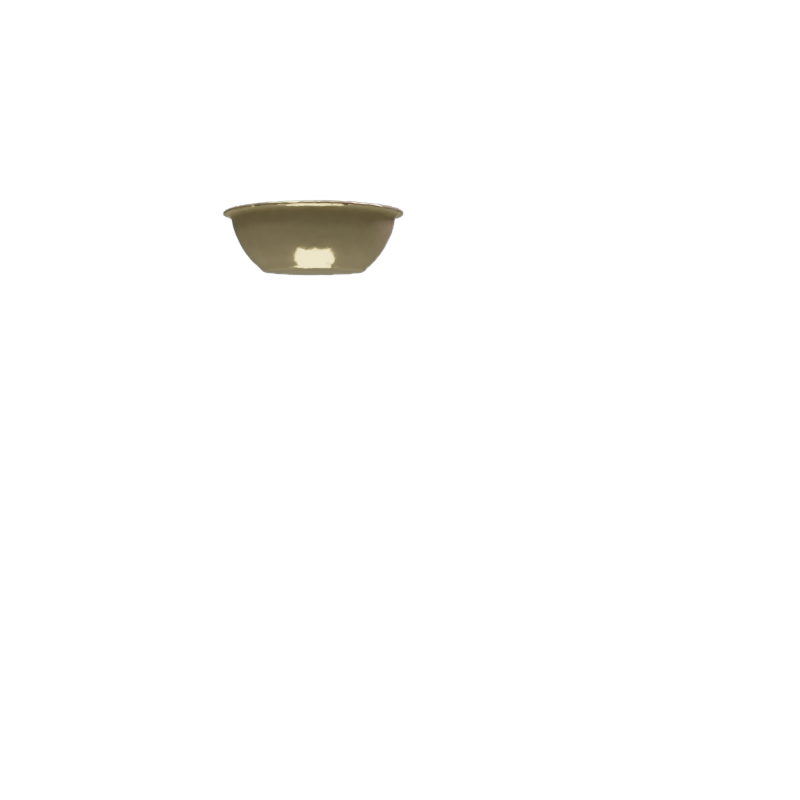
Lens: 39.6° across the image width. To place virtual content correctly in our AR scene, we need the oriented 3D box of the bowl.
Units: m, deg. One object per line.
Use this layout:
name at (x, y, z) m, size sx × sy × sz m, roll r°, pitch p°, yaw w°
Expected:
bowl at (-0.078, -0.142, 0.993) m, size 0.162 × 0.055 × 0.162 m, roll 0°, pitch 2°, yaw -2°
